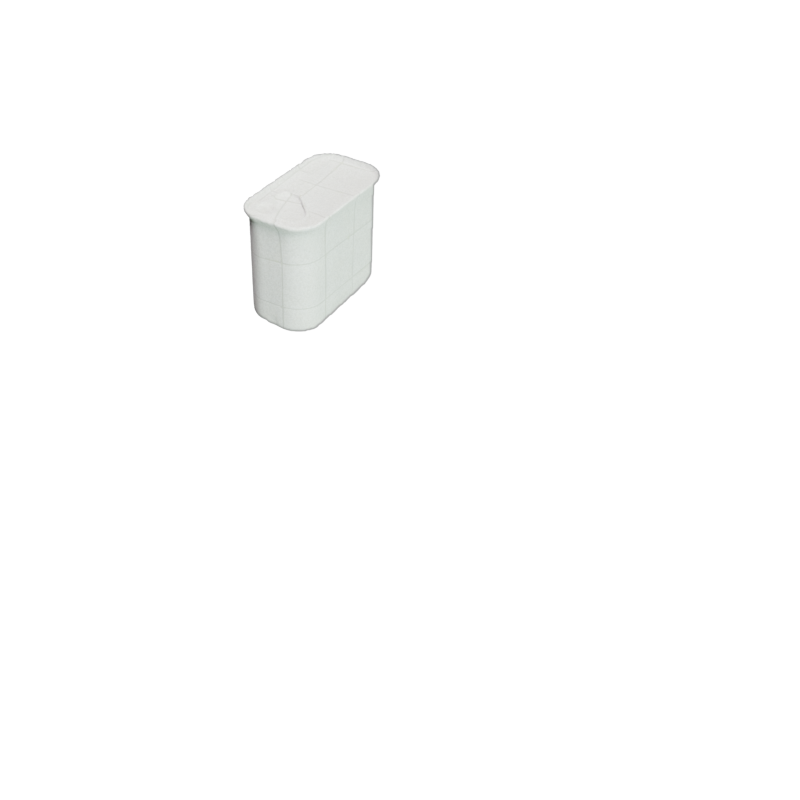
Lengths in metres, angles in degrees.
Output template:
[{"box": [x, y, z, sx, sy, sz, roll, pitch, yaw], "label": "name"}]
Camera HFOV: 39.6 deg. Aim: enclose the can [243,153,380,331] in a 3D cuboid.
[{"box": [-0.059, -0.108, 0.754, 0.060, 0.078, 0.104, 20, 40, 24], "label": "can"}]
